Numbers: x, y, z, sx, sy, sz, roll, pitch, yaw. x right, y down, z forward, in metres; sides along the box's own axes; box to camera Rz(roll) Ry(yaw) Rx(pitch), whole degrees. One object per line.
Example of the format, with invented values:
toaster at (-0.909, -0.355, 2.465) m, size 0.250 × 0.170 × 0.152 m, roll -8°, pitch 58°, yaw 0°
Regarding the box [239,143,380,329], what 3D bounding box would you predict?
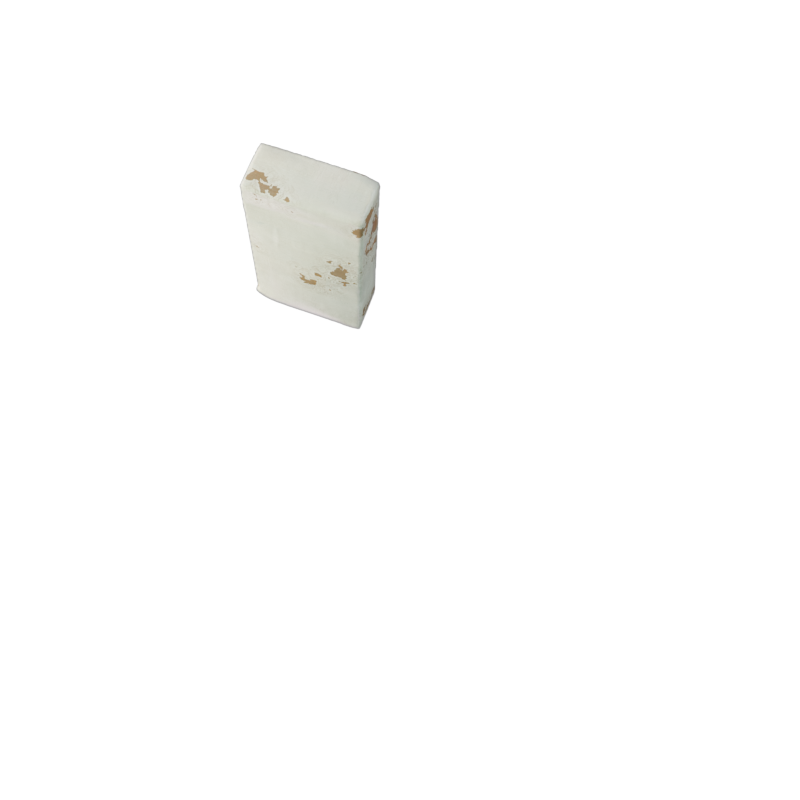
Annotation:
box at (-0.065, -0.119, 0.834) m, size 0.095 × 0.050 × 0.167 m, roll 21°, pitch -23°, yaw 6°
